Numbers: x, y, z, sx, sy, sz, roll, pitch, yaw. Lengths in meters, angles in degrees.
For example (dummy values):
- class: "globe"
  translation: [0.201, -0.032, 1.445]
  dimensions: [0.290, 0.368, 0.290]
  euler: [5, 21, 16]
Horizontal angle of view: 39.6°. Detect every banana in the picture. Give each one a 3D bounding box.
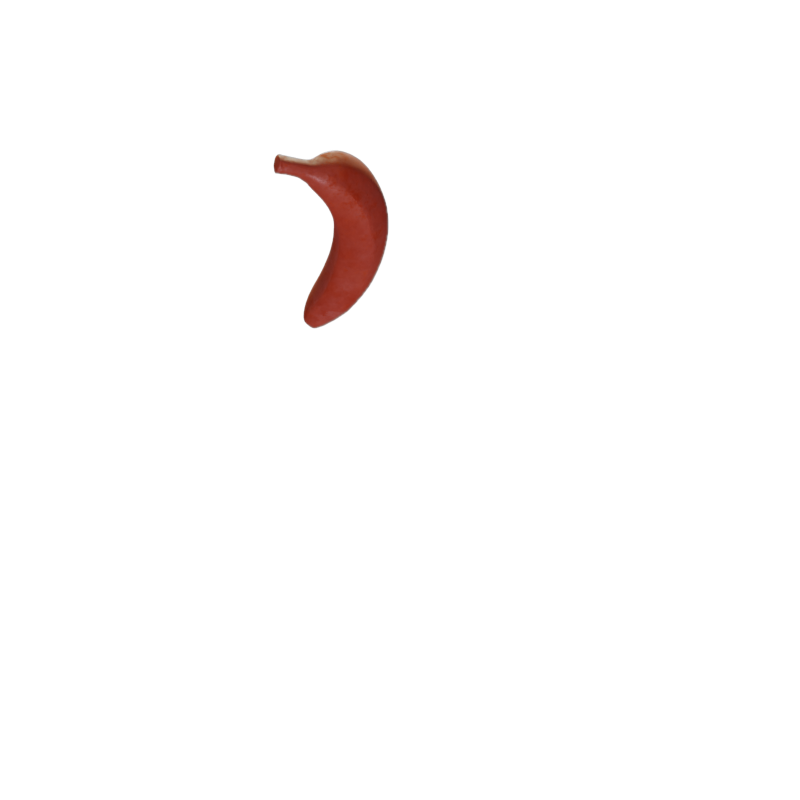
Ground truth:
- class: "banana"
  translation: [-0.042, -0.113, 0.769]
  dimensions: [0.070, 0.039, 0.184]
  euler: [-2, -32, 2]
